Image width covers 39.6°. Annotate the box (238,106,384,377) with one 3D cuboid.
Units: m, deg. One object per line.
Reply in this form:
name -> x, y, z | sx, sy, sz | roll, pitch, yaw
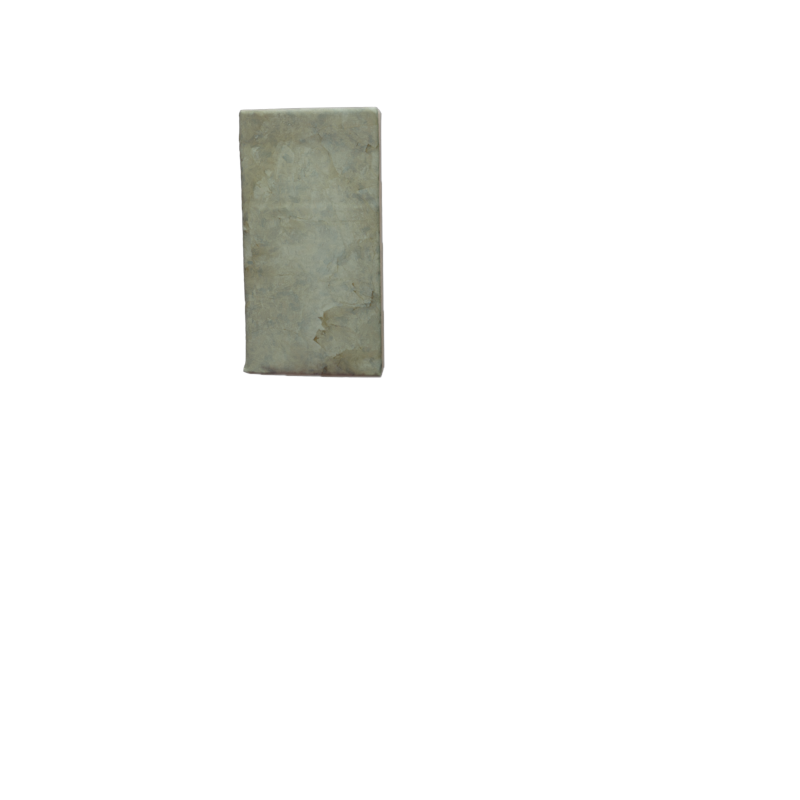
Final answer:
box -> -0.057, -0.105, 0.736 | 0.094, 0.175, 0.048 | 1, 3, 6
